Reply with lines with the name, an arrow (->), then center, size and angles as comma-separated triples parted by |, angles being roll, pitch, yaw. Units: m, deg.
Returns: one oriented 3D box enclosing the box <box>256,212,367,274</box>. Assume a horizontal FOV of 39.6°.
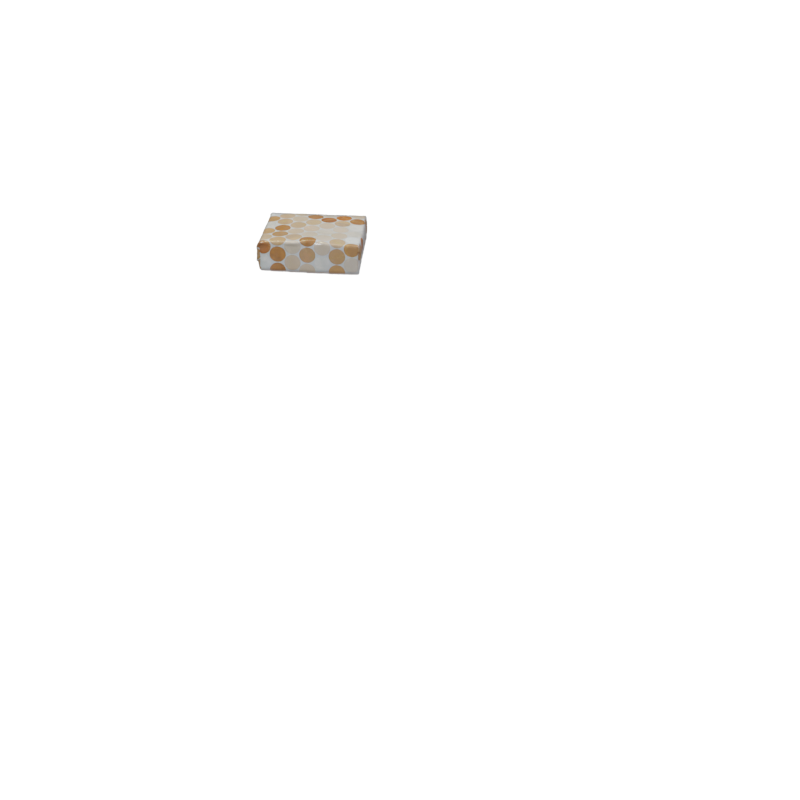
box -> -0.076, -0.139, 0.972 | 0.090, 0.029, 0.077 | 3, 28, 5
